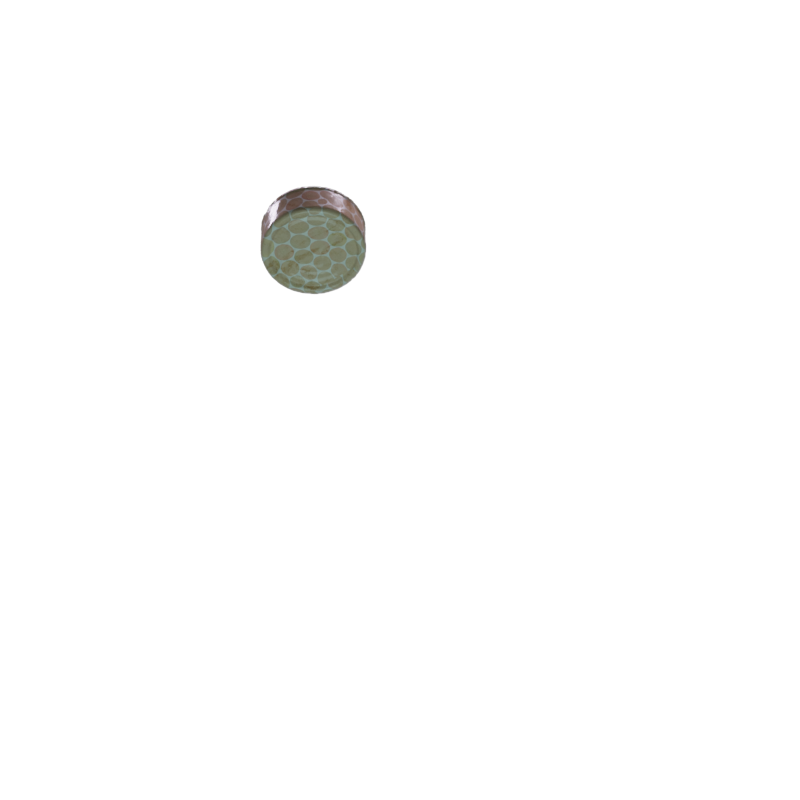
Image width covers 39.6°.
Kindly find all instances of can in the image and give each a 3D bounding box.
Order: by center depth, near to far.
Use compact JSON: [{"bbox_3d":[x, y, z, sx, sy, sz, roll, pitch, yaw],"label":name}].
[{"bbox_3d":[-0.070,-0.128,0.895,0.086,0.080,0.036,1,38,-1],"label":"can"}]
